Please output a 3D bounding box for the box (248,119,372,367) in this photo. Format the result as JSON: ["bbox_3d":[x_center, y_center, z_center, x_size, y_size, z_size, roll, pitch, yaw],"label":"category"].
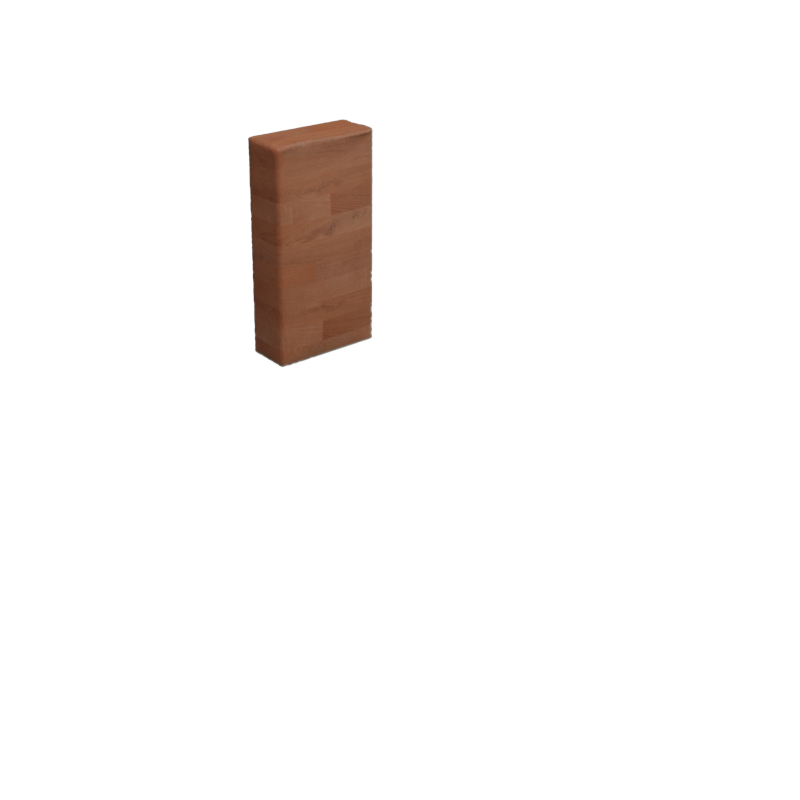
[{"bbox_3d":[-0.067,-0.123,0.861,0.092,0.168,0.051,-17,30,-36],"label":"box"}]
